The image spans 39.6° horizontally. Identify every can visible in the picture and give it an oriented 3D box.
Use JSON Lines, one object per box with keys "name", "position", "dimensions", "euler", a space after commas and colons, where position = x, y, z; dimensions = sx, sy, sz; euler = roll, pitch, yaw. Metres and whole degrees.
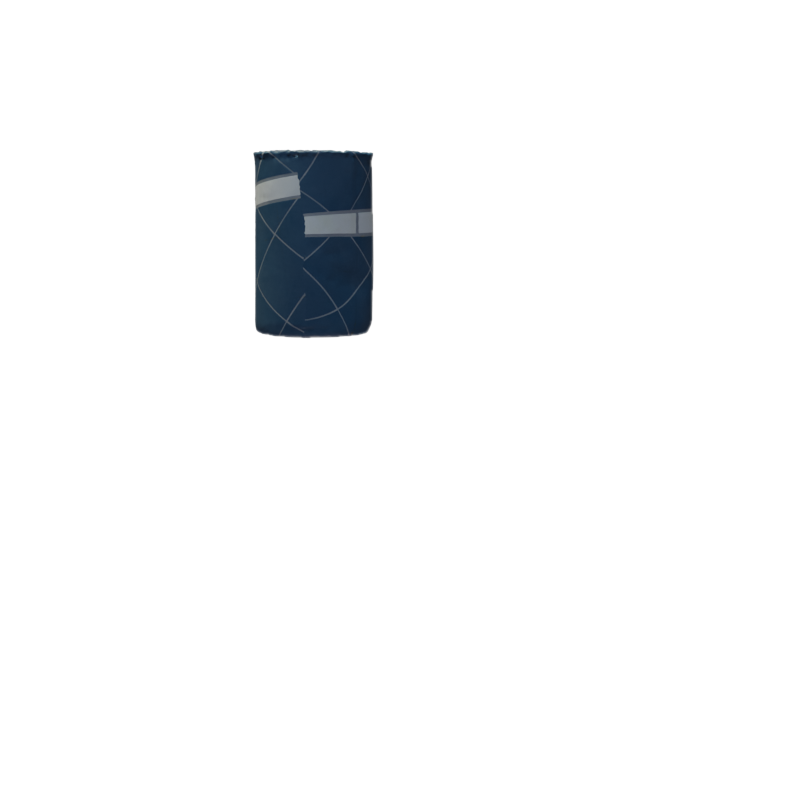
{"name": "can", "position": [-0.049, -0.090, 0.631], "dimensions": [0.068, 0.101, 0.069], "euler": [0, 5, -2]}
